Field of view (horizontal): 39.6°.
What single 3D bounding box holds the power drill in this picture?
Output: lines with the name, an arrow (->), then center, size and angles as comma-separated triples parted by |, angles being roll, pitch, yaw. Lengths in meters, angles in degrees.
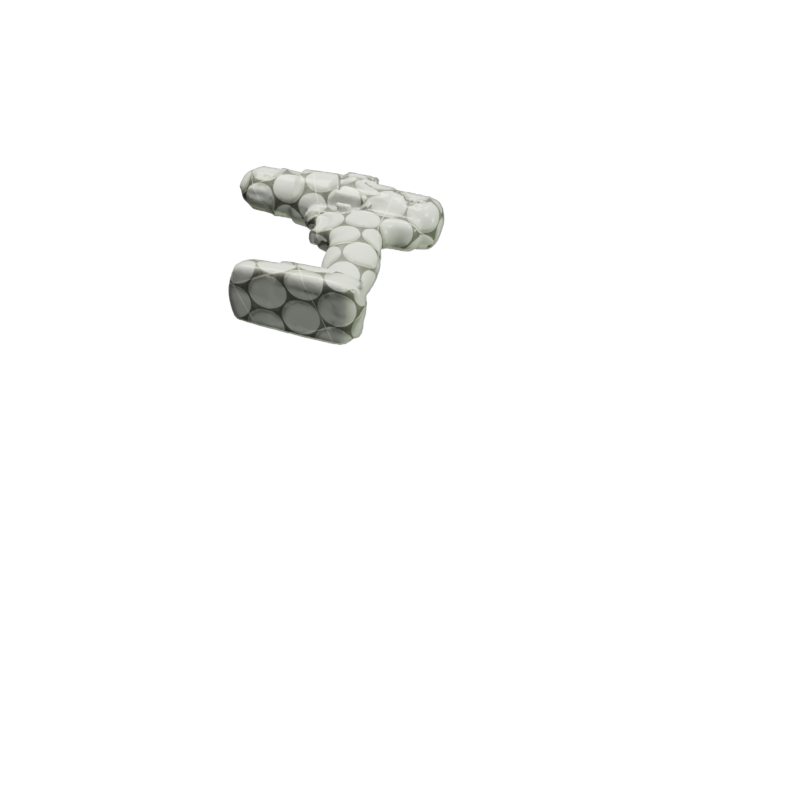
power drill -> -0.071, -0.130, 0.913 | 0.189, 0.054, 0.196 | 11, 39, 14
